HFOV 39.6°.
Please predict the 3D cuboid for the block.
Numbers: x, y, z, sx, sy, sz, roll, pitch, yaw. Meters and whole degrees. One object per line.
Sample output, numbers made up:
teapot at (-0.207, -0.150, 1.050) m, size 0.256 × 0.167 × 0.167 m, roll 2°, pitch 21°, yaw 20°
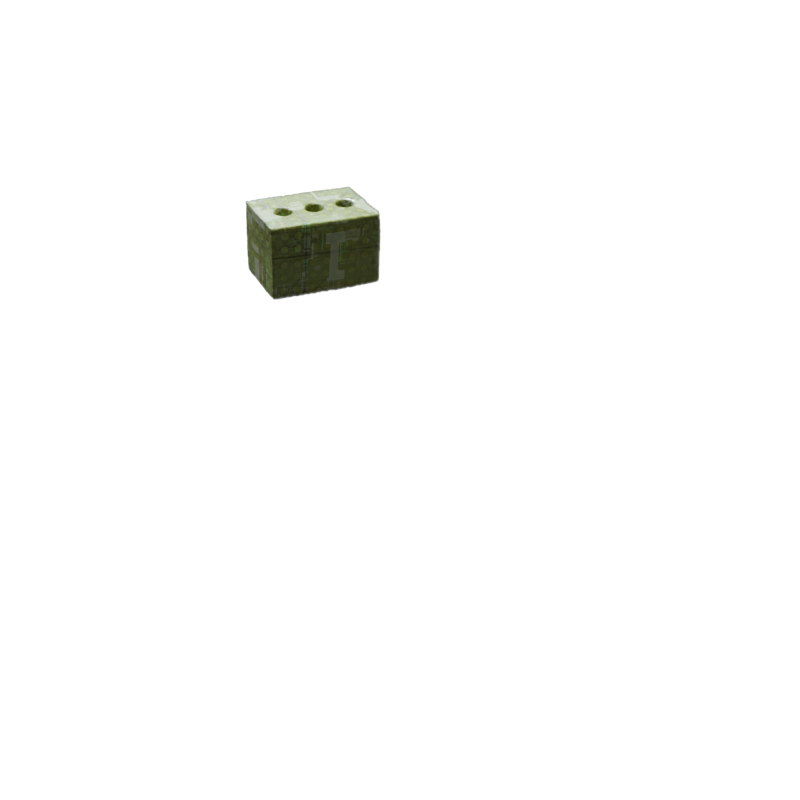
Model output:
block at (-0.058, -0.105, 0.737) m, size 0.077 × 0.048 × 0.057 m, roll -11°, pitch 30°, yaw -21°
